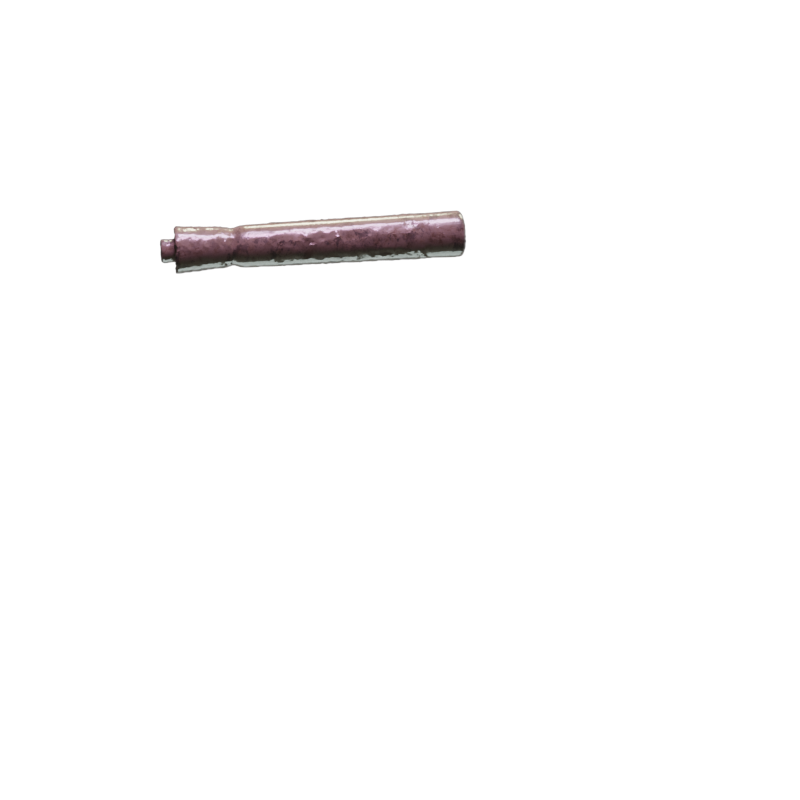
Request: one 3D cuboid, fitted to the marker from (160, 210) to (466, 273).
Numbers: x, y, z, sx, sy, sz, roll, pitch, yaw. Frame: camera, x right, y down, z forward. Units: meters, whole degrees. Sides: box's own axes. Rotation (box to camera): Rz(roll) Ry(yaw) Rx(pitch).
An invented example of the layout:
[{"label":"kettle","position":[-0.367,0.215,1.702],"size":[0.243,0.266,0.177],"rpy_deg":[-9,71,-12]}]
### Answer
[{"label":"marker","position":[-0.035,-0.063,0.442],"size":[0.120,0.020,0.020],"rpy_deg":[-4,5,-8]}]
